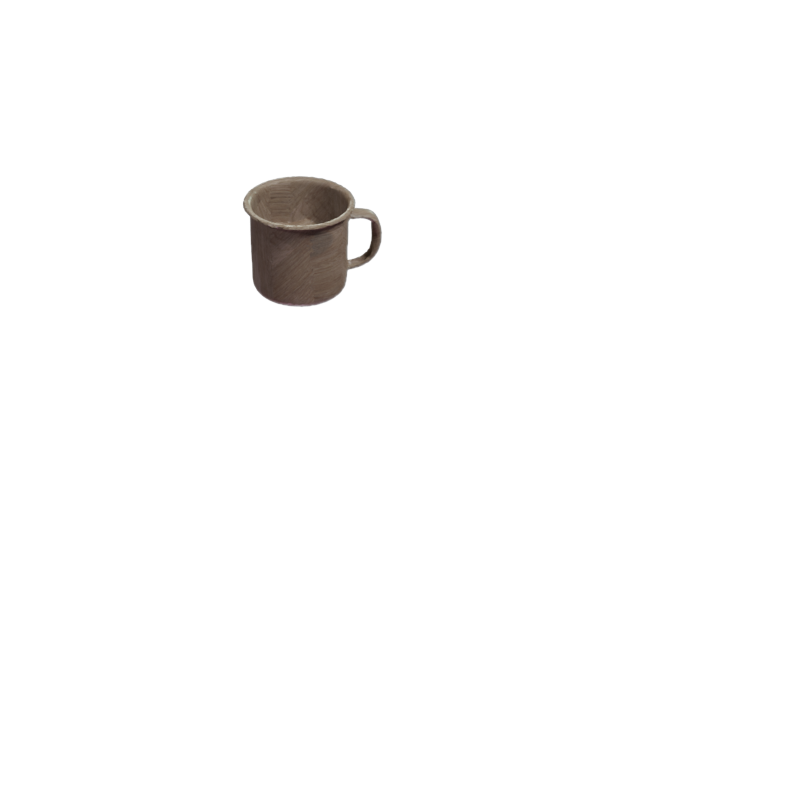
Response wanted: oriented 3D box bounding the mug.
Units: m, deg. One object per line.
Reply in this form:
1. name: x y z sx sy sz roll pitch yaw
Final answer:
1. mug: -0.073 -0.134 0.938 0.116 0.076 0.100 -7 35 -11
